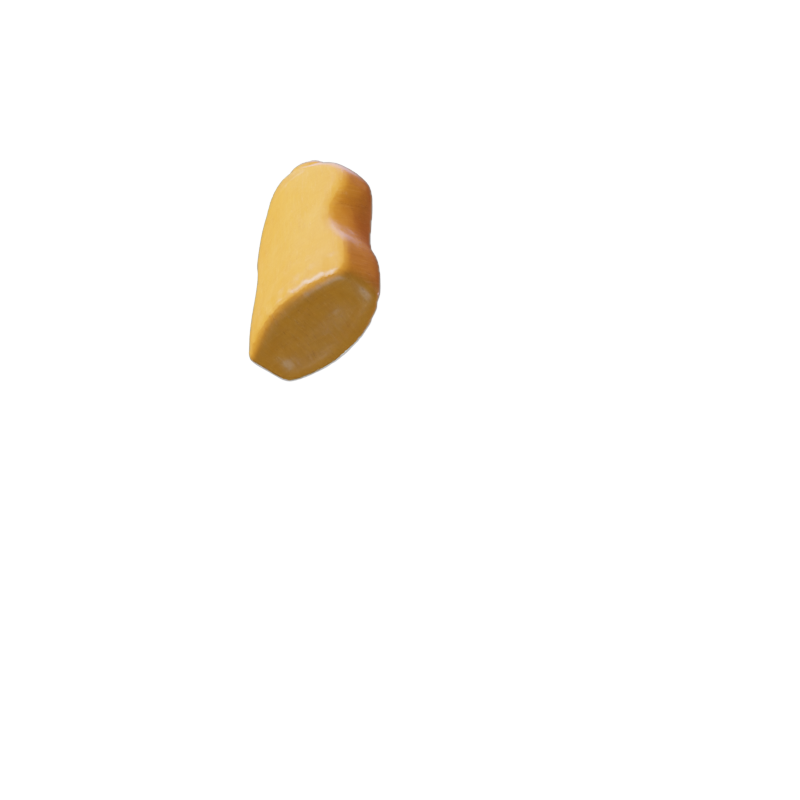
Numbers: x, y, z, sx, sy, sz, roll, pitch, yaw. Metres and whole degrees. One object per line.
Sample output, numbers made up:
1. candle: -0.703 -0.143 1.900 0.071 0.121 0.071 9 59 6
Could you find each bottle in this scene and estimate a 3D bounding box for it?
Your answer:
1. bottle: -0.058 -0.106 0.746 0.055 0.205 0.094 30 -59 -26
